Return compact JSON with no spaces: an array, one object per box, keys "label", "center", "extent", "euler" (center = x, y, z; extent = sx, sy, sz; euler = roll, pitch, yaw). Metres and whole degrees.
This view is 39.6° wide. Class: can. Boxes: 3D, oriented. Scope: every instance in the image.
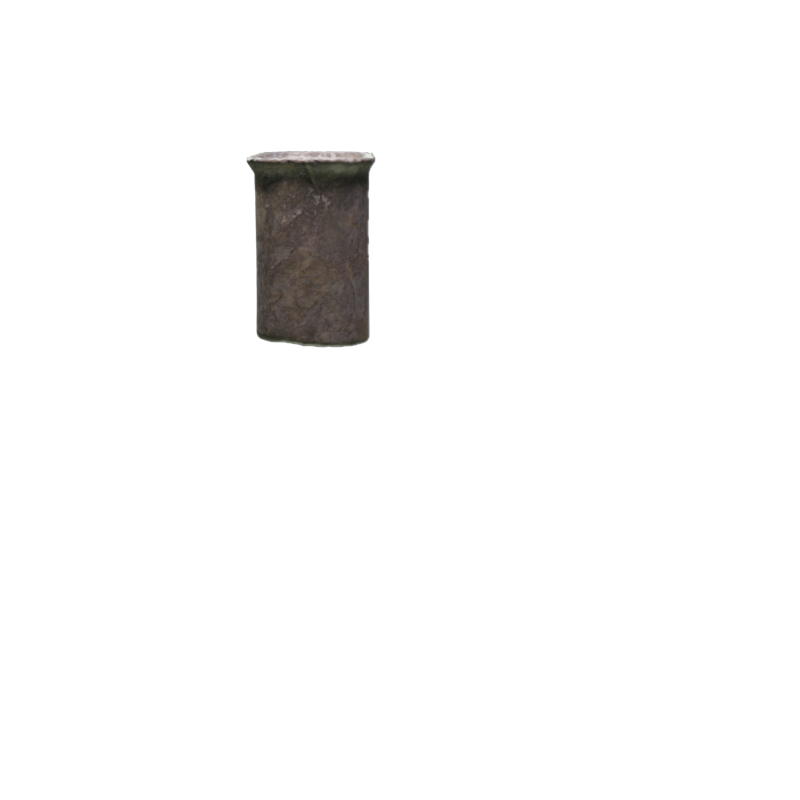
[{"label":"can","center":[-0.041,-0.075,0.528],"extent":[0.057,0.082,0.104],"euler":[0,11,-2]}]
